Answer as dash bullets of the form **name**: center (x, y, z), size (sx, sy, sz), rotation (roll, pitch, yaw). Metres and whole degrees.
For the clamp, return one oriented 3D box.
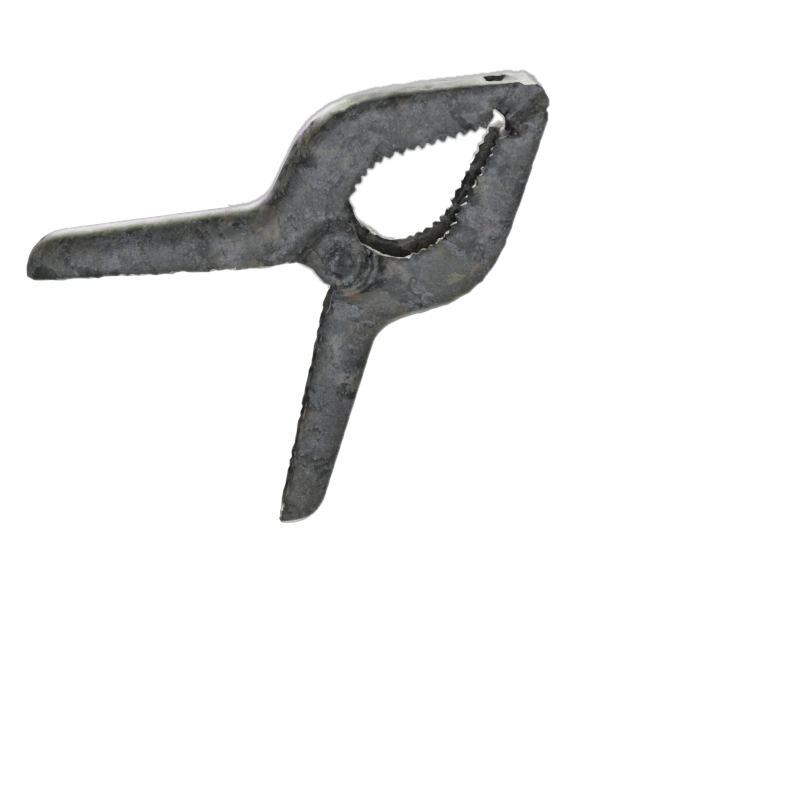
- **clamp**: center (-0.035, -0.063, 0.443), size (0.159, 0.207, 0.038), rotation (41, 16, -14)
